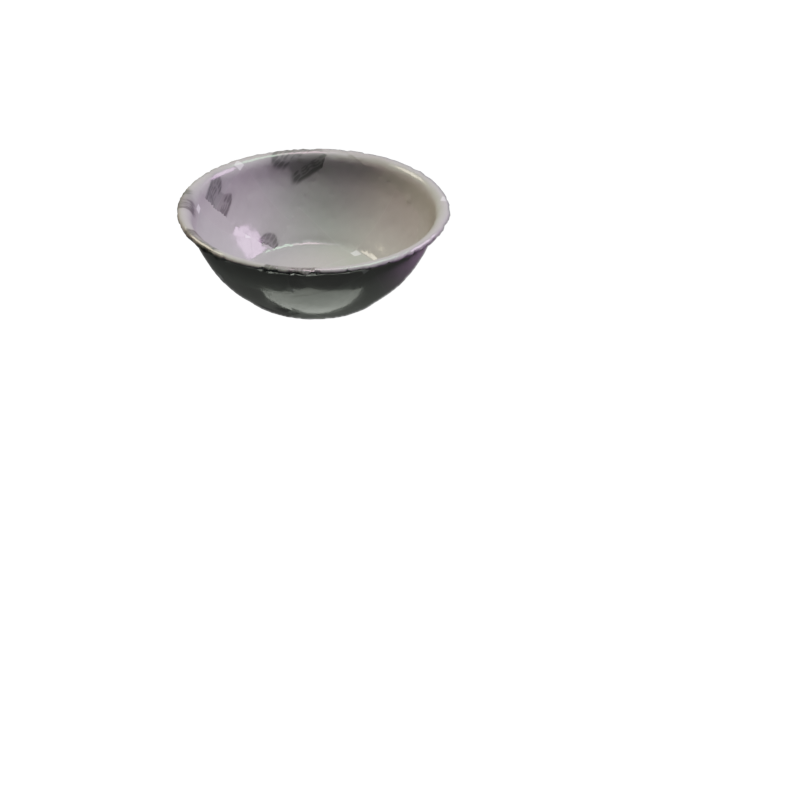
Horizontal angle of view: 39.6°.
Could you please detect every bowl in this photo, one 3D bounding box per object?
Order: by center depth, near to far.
[{"bbox_3d":[-0.052,-0.096,0.670,0.162,0.052,0.173,-1,35,-2],"label":"bowl"}]
